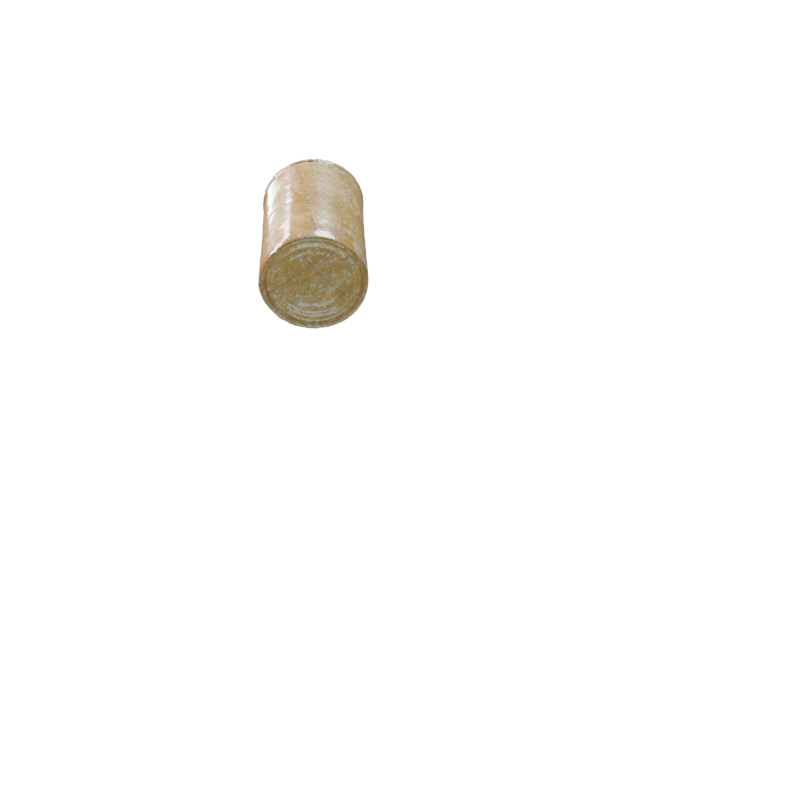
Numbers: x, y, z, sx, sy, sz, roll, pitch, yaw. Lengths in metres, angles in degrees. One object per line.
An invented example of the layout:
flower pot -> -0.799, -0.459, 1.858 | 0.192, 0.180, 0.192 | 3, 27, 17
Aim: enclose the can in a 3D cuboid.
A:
can -> -0.055, -0.101, 0.707 | 0.068, 0.064, 0.109 | -1, 35, -3
